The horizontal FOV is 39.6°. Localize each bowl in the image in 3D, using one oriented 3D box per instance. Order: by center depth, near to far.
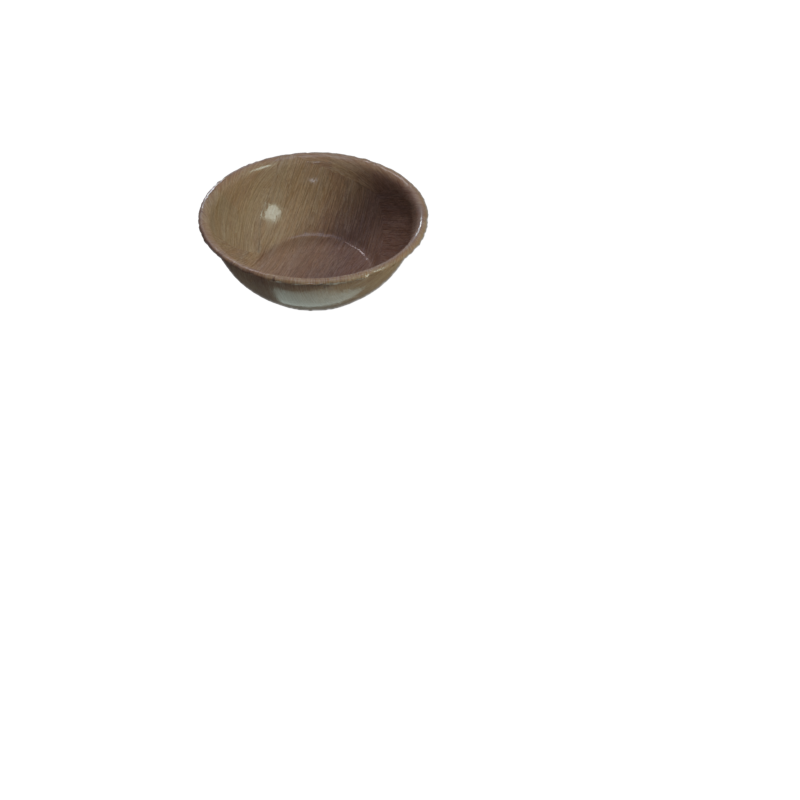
[{"bbox_3d":[-0.062,-0.113,0.791,0.162,0.051,0.174,-1,41,-2],"label":"bowl"}]
